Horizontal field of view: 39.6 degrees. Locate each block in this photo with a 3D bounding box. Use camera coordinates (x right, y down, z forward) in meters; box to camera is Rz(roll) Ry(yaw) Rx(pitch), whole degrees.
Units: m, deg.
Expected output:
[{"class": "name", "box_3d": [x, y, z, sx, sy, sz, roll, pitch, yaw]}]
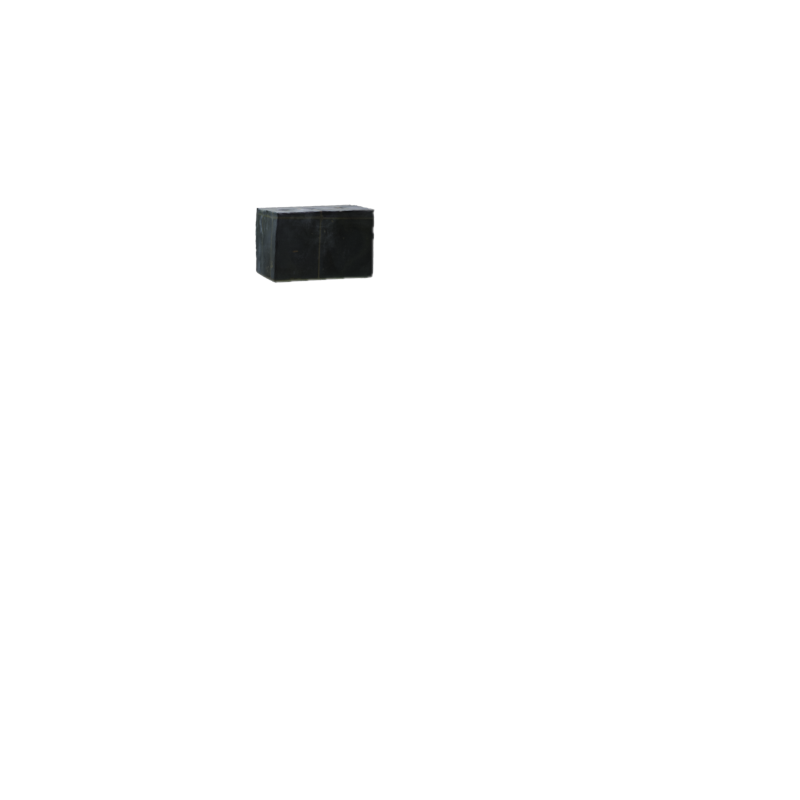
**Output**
[{"class": "block", "box_3d": [-0.065, -0.118, 0.825, 0.076, 0.050, 0.055, -5, 12, -22]}]
